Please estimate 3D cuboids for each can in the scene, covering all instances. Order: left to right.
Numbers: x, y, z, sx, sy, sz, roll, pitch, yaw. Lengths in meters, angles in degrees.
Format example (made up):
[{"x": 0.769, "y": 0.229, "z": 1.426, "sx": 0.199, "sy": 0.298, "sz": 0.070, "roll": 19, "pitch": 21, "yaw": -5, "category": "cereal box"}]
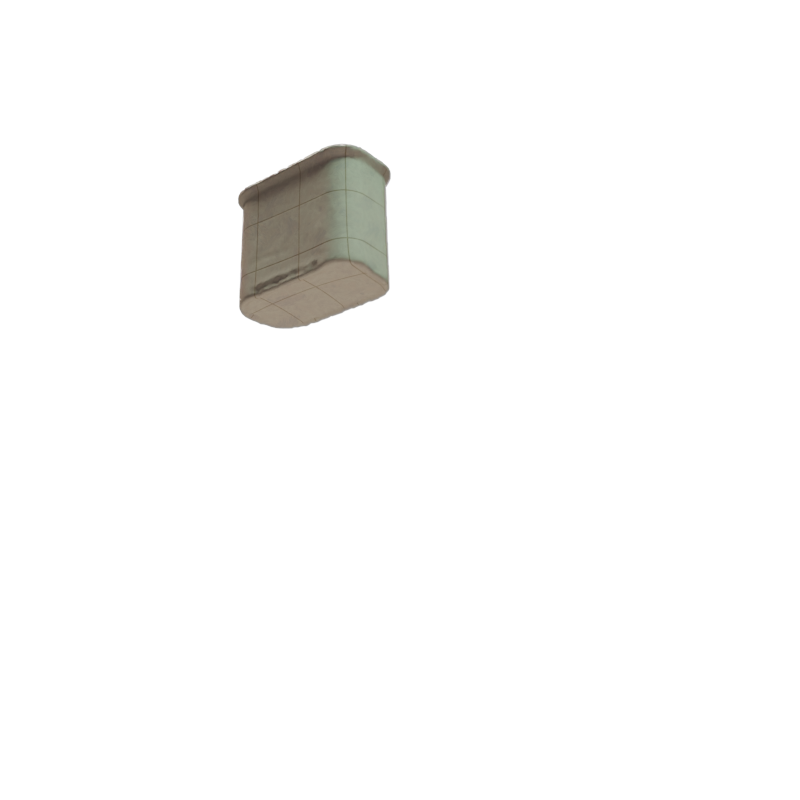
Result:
[{"x": -0.055, "y": -0.099, "z": 0.696, "sx": 0.103, "sy": 0.089, "sz": 0.054, "roll": -20, "pitch": -33, "yaw": 33, "category": "can"}]
